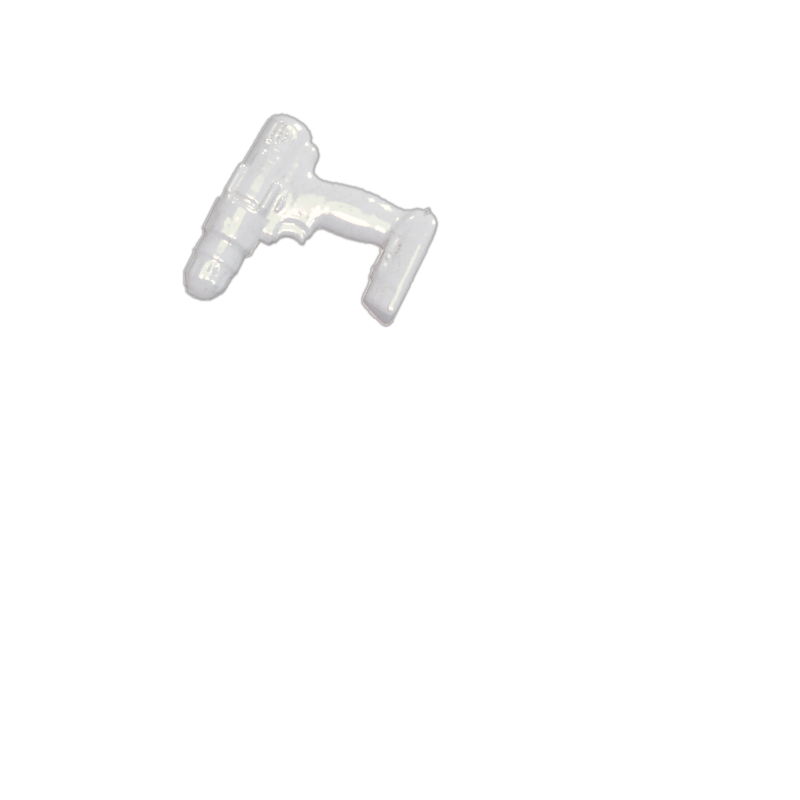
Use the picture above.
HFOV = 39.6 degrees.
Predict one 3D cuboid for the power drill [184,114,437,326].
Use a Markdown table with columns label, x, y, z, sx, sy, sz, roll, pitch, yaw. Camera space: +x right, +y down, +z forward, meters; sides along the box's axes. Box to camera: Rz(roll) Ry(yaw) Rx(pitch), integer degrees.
| label | x | y | z | sx | sy | sz | roll | pitch | yaw |
| --- | --- | --- | --- | --- | --- | --- | --- | --- | --- |
| power drill | -0.076 | -0.139 | 0.975 | 0.190 | 0.188 | 0.056 | 27 | -11 | 5 |
